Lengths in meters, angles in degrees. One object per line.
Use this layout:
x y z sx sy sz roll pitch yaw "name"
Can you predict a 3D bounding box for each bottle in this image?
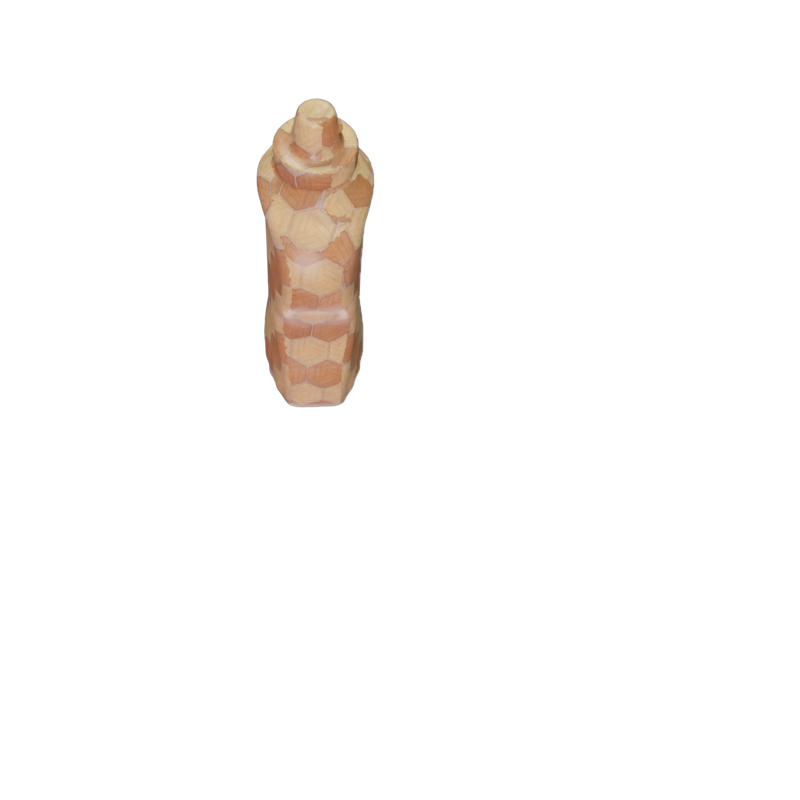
-0.045 -0.083 0.581 0.058 0.103 0.179 0 -34 -4 "bottle"
